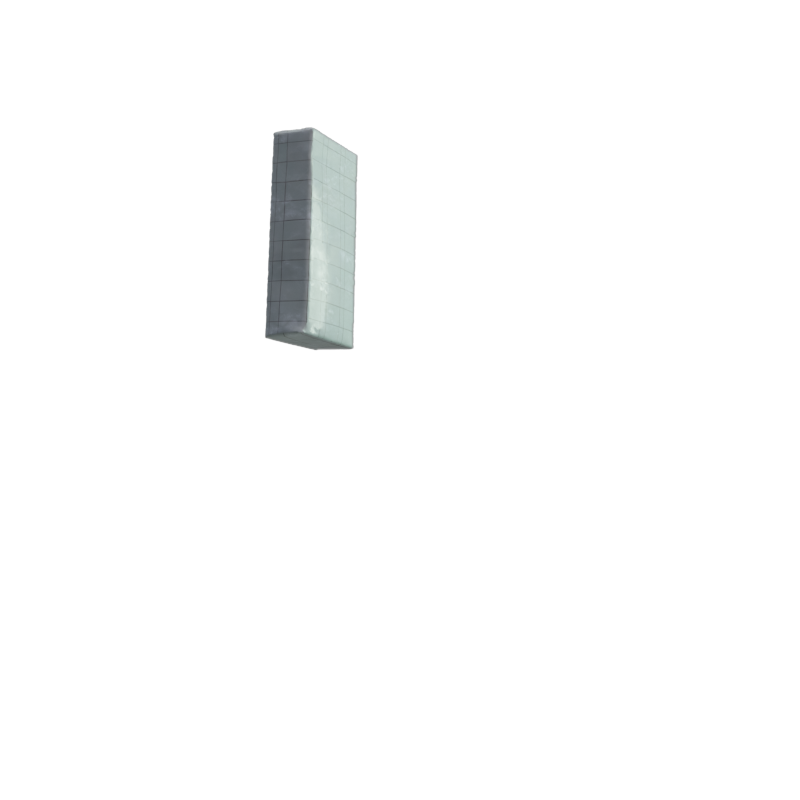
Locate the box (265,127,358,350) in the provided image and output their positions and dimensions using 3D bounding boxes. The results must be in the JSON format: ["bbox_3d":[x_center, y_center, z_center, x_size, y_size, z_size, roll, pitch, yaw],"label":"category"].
[{"bbox_3d":[-0.075,-0.135,0.950,0.049,0.182,0.088,-7,-13,24],"label":"box"}]
